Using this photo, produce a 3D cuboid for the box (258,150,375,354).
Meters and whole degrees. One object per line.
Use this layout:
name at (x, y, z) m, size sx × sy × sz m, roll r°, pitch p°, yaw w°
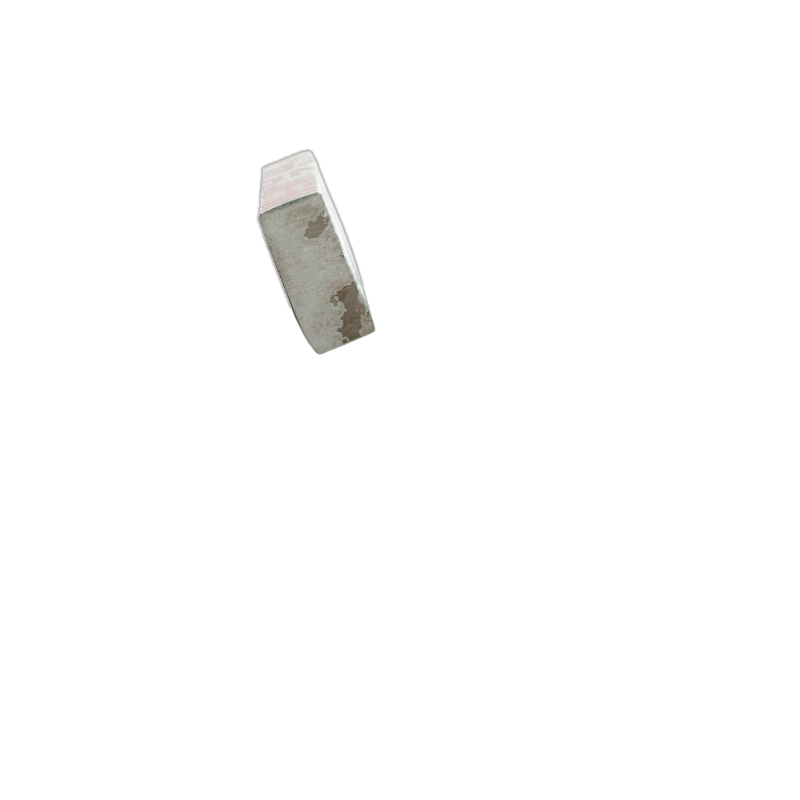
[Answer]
box at (-0.056, -0.104, 0.723) m, size 0.048 × 0.089 × 0.184 m, roll -20°, pitch 20°, yaw 4°
